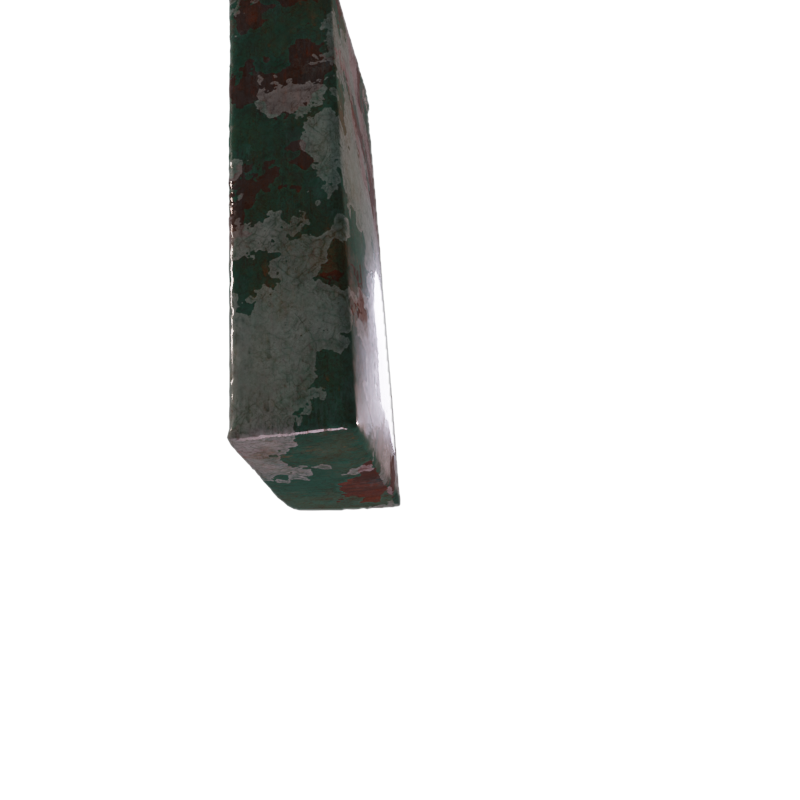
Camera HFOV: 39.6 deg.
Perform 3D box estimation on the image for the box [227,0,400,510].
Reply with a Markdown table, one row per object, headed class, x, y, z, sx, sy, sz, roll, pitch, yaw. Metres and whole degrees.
| class | x | y | z | sx | sy | sz | roll | pitch | yaw |
| --- | --- | --- | --- | --- | --- | --- | --- | --- | --- |
| box | -0.031 | -0.058 | 0.402 | 0.048 | 0.187 | 0.087 | -6 | -25 | 7 |
